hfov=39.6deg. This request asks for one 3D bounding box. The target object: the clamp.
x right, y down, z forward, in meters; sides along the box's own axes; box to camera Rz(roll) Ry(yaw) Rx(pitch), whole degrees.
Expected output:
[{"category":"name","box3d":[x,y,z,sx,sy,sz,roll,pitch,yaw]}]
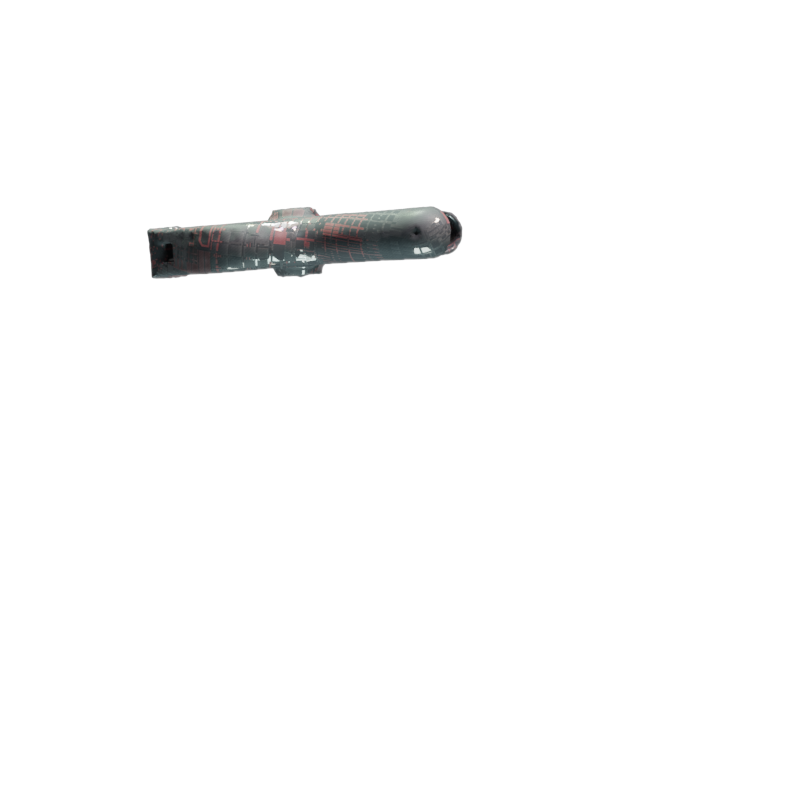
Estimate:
[{"category":"clamp","box3d":[-0.046,-0.085,0.594,0.175,0.039,0.117,1,2,18]}]
